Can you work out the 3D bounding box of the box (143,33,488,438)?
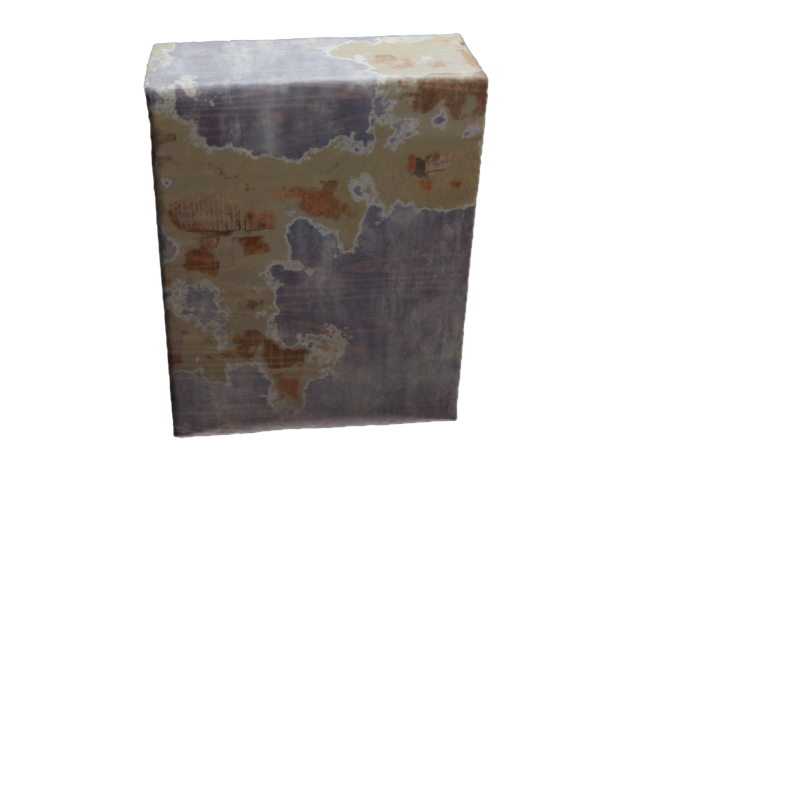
[{"bbox_3d":[-0.047,-0.085,0.598,0.163,0.200,0.077,-2,33,-6],"label":"box"}]
